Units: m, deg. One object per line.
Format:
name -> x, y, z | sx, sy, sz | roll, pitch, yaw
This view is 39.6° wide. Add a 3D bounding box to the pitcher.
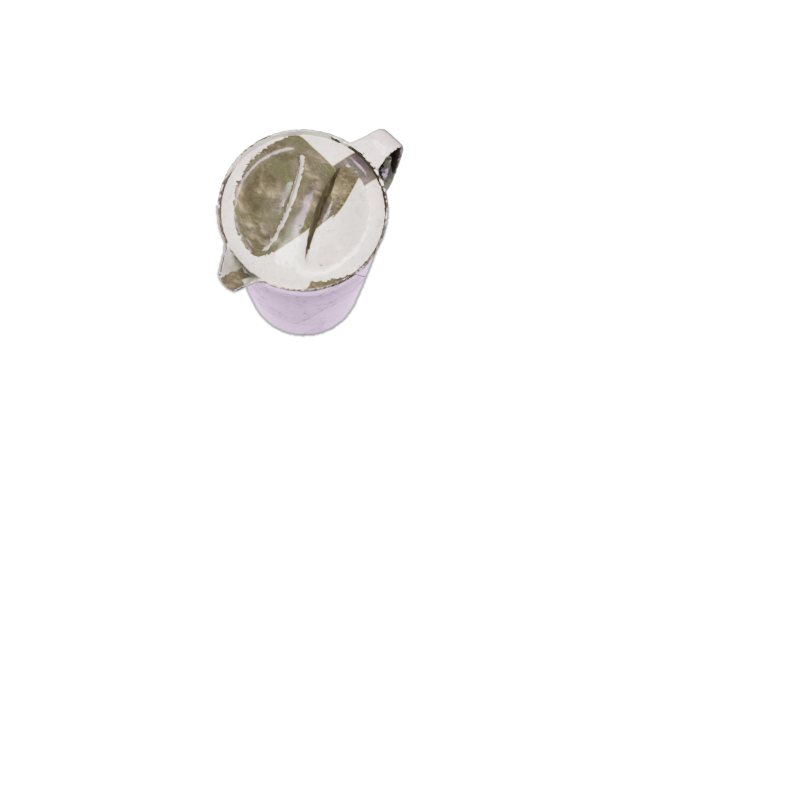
pitcher -> -0.076, -0.139, 0.971 | 0.149, 0.150, 0.236 | 0, -11, -3
